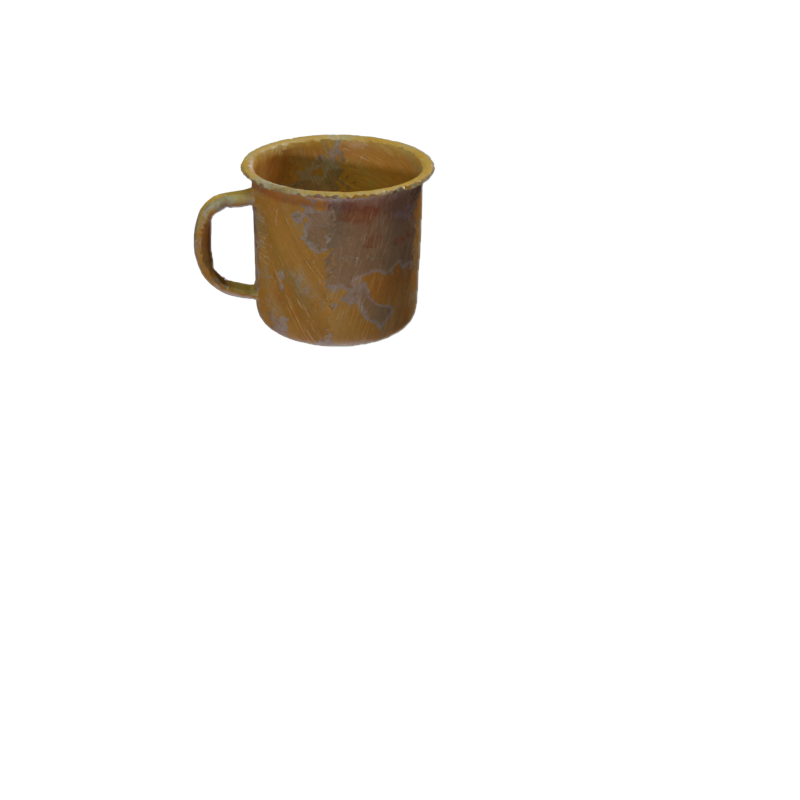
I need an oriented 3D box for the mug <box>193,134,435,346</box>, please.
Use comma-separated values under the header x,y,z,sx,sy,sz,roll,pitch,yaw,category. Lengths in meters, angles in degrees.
x,y,z,sx,sy,sz,roll,pitch,yaw,category
-0.043,-0.078,0.545,0.115,0.077,0.100,-6,28,-13,mug
